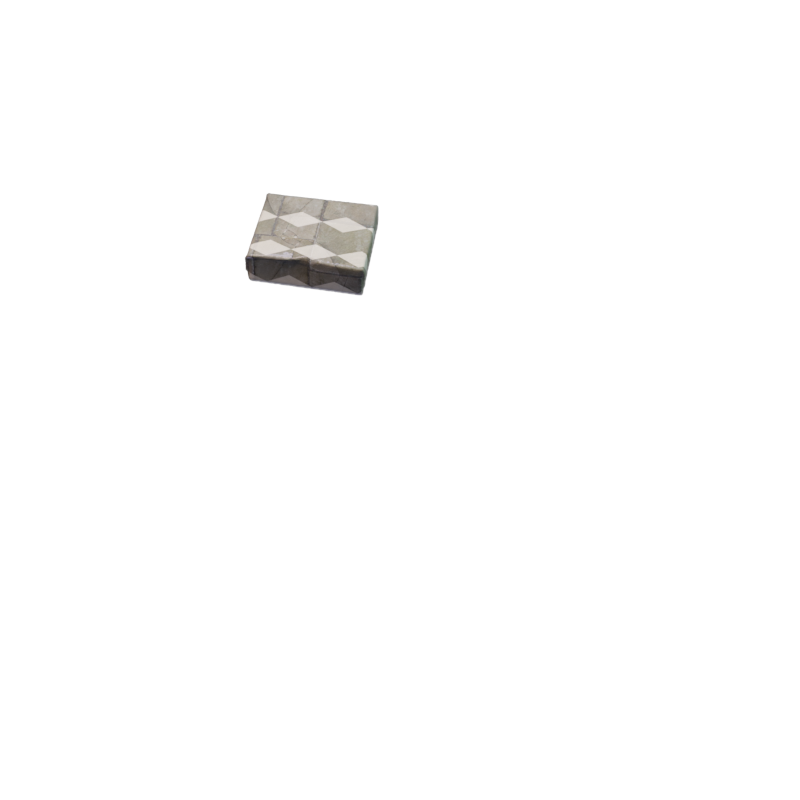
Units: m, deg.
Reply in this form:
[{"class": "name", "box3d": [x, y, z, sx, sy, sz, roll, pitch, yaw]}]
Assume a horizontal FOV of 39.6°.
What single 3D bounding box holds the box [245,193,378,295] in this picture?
[{"class": "box", "box3d": [-0.065, -0.119, 0.834, 0.090, 0.078, 0.028, 7, -43, 6]}]
